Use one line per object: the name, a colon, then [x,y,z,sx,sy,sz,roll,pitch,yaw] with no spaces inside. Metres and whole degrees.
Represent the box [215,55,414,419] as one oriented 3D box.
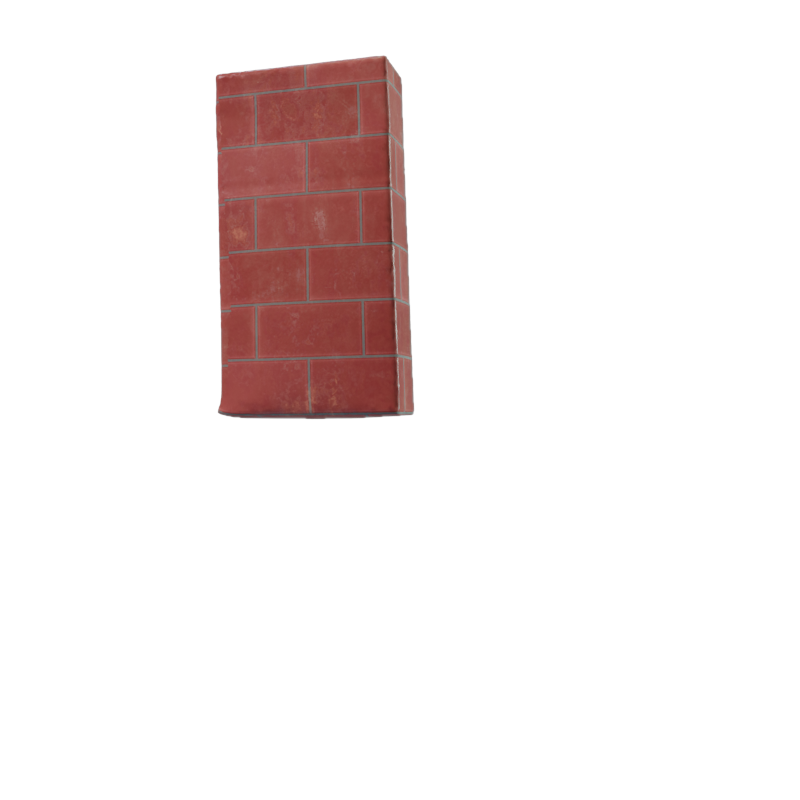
box: [-0.044,-0.080,0.561,0.095,0.181,0.046,-3,-10,15]
